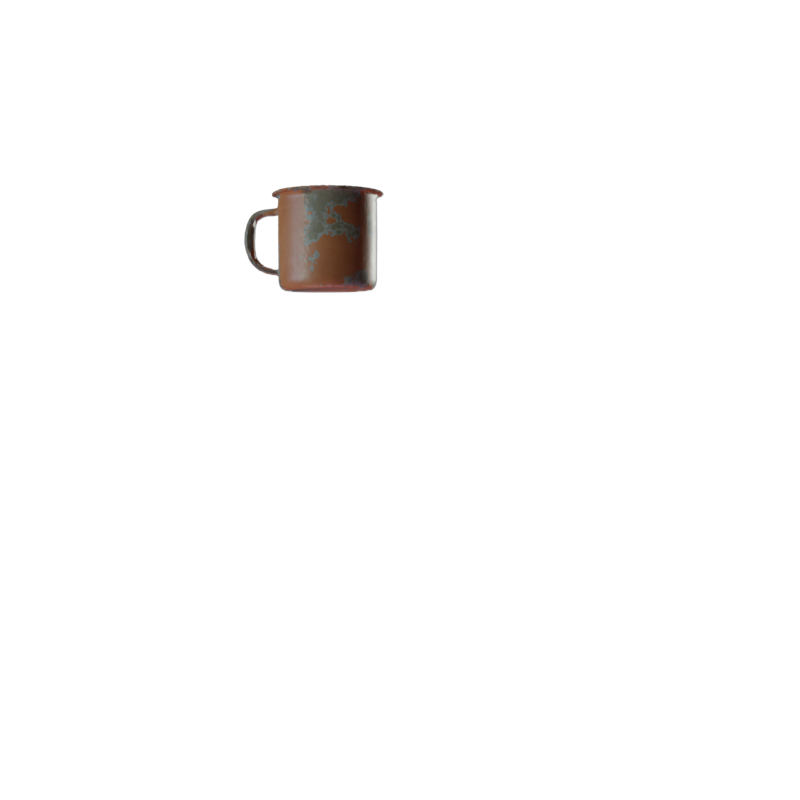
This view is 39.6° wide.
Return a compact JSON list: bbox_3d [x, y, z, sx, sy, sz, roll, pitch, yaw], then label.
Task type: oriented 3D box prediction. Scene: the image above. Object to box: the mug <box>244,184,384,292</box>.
[{"bbox_3d":[-0.072,-0.131,0.919,0.118,0.082,0.092,0,-1,6],"label":"mug"}]
